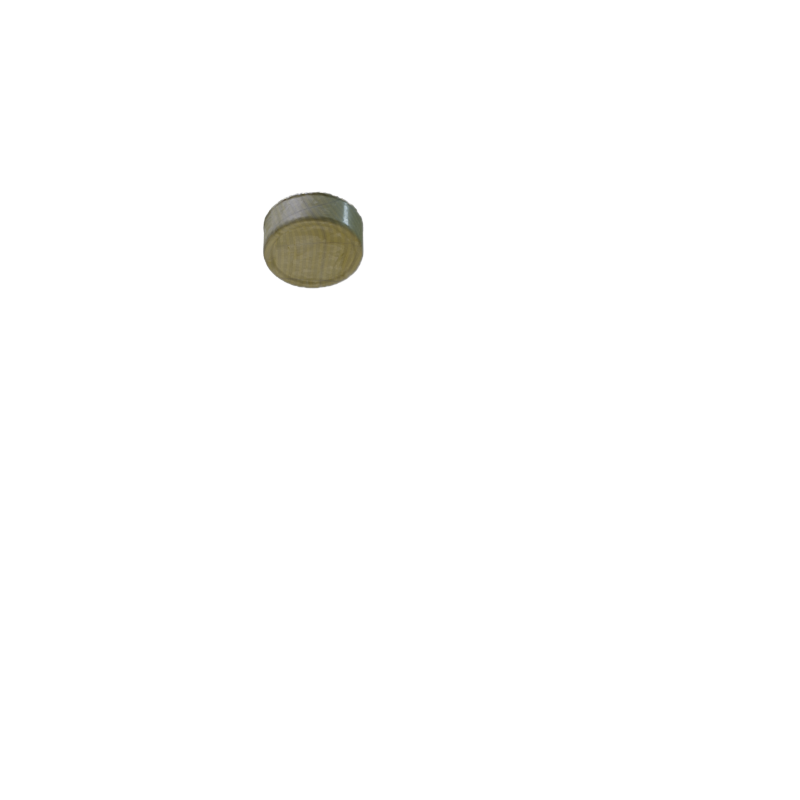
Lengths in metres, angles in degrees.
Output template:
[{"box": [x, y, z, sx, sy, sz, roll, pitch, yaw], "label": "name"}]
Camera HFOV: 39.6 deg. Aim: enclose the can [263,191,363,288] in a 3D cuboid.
[{"box": [-0.073, -0.134, 0.936, 0.086, 0.036, 0.080, 1, -40, -2], "label": "can"}]
